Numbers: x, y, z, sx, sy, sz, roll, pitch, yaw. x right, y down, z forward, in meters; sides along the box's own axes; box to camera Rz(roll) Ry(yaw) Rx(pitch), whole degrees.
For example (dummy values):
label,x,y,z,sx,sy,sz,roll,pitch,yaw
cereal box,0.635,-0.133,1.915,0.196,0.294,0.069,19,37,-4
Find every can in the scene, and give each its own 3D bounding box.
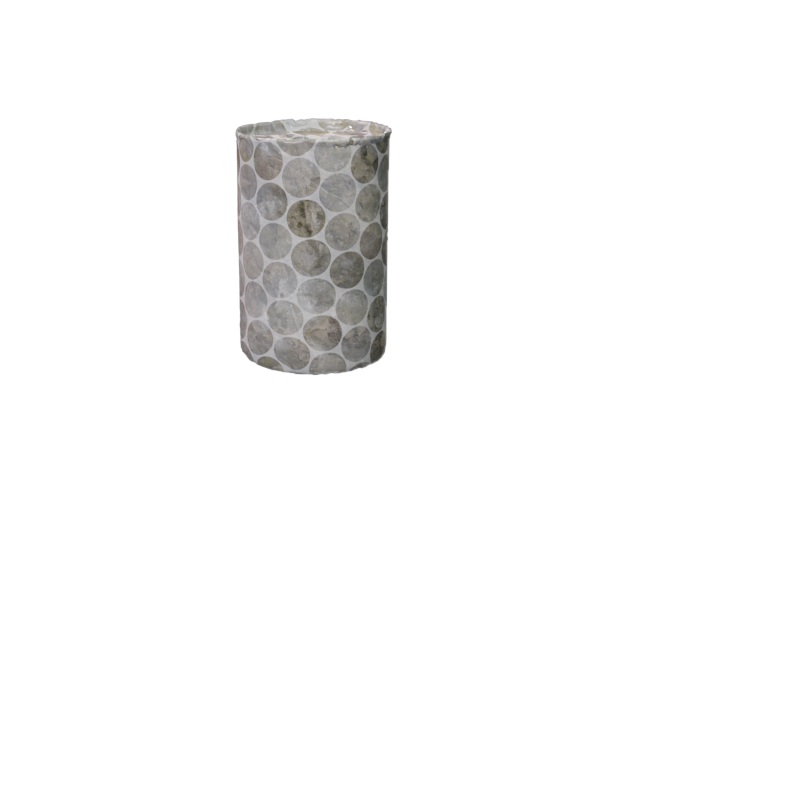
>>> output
label,x,y,z,sx,sy,sz,roll,pitch,yaw
can,-0.039,-0.070,0.493,0.068,0.099,0.071,0,16,-2
